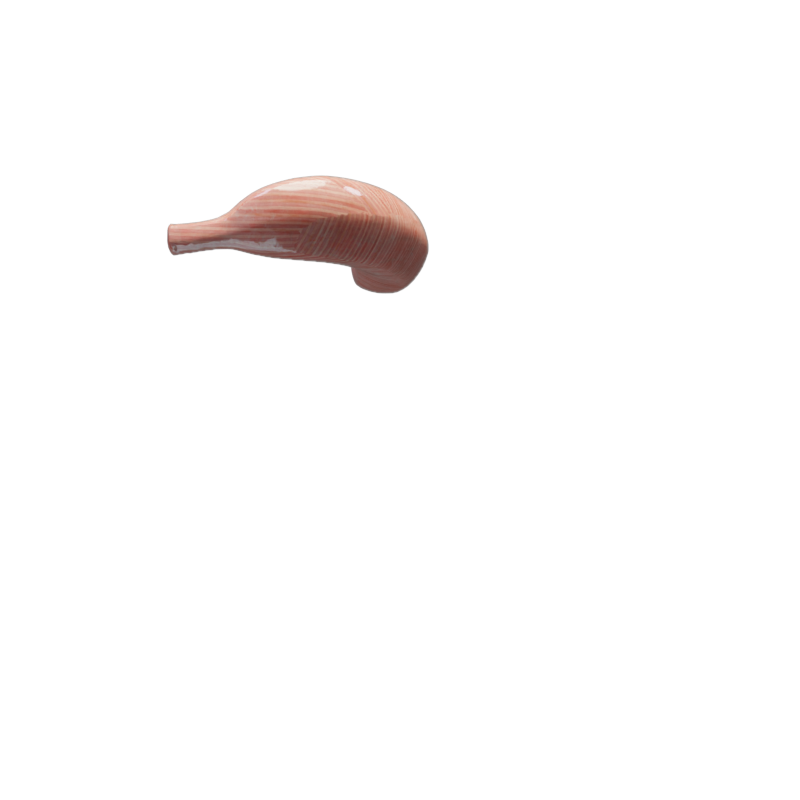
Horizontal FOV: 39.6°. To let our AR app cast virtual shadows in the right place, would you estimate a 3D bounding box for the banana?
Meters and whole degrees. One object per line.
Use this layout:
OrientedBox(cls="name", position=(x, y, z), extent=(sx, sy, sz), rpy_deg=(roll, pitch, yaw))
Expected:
OrientedBox(cls="banana", position=(-0.024, -0.073, 0.498), extent=(0.071, 0.037, 0.190), rpy_deg=(-1, -2, 23))
